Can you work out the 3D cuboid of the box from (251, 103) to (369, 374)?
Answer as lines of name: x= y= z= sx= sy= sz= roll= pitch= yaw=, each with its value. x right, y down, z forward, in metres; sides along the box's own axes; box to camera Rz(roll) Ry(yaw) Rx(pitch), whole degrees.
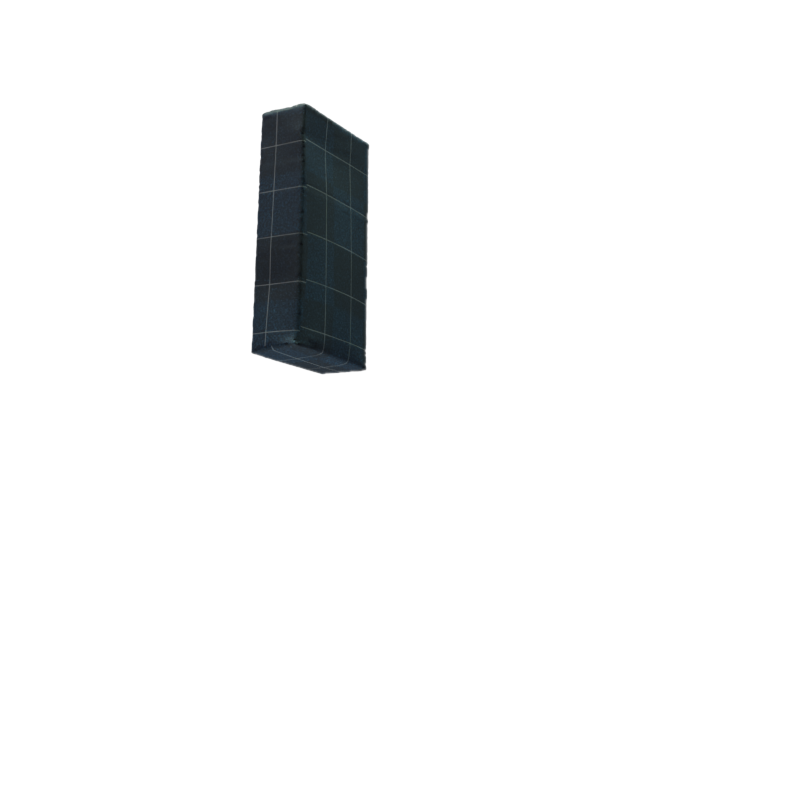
box: x=-0.063 y=-0.114 z=0.797 sx=0.049 sy=0.184 sz=0.088 roll=-11 pitch=-19 yaw=29
